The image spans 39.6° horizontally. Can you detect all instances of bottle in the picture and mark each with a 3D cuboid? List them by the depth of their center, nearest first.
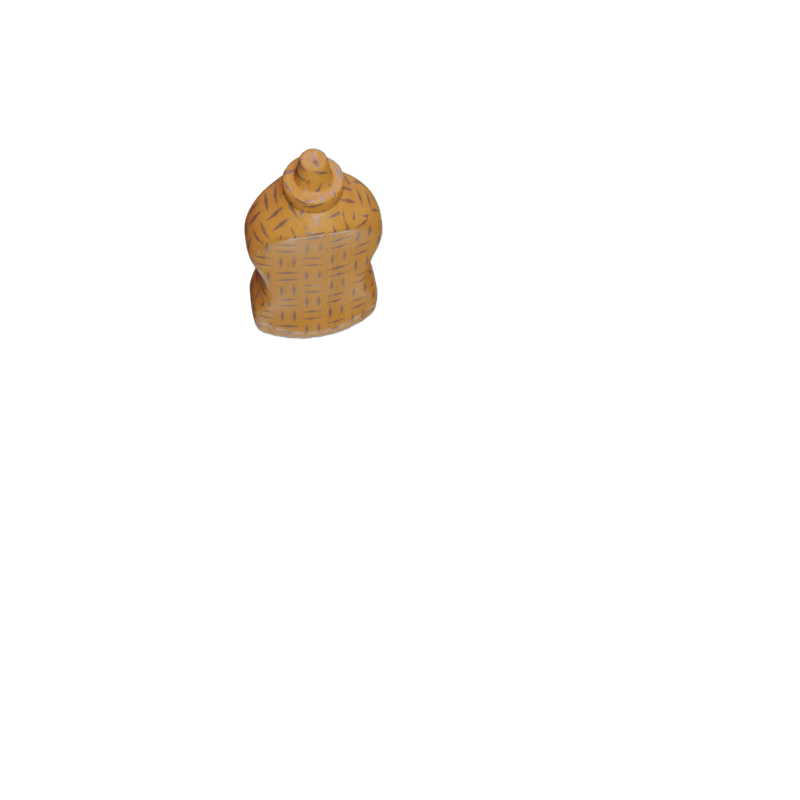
[{"bbox_3d":[-0.062,-0.113,0.786,0.095,0.062,0.180,-7,-26,-7],"label":"bottle"}]
